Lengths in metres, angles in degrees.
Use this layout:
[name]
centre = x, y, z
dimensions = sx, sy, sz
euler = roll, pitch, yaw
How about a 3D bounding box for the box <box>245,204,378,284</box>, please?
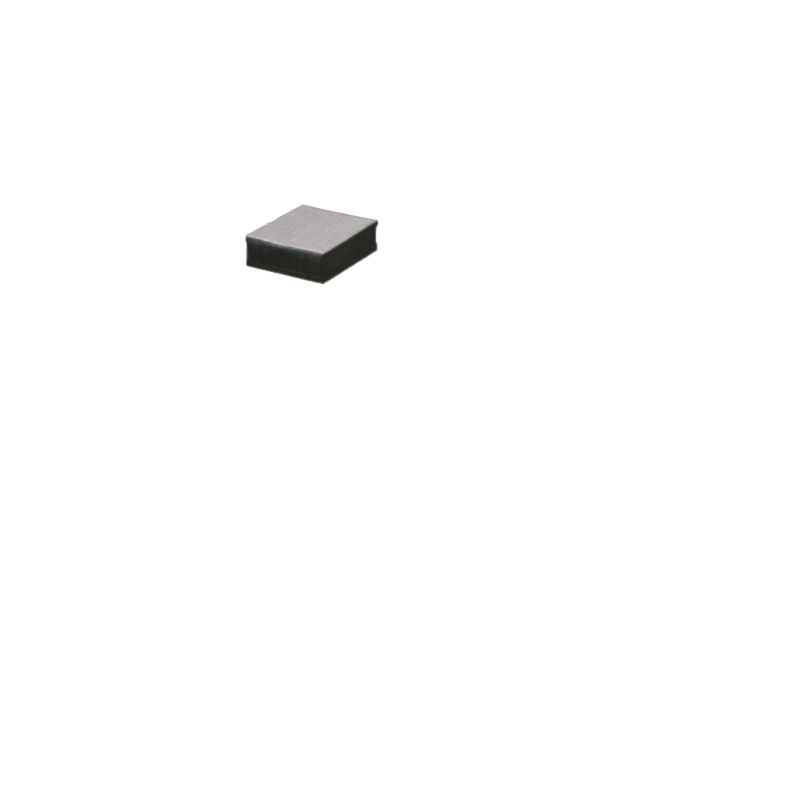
[box]
centre = -0.069, -0.127, 0.886
dimensions = 0.076, 0.029, 0.090
euler = 15, 31, 26
